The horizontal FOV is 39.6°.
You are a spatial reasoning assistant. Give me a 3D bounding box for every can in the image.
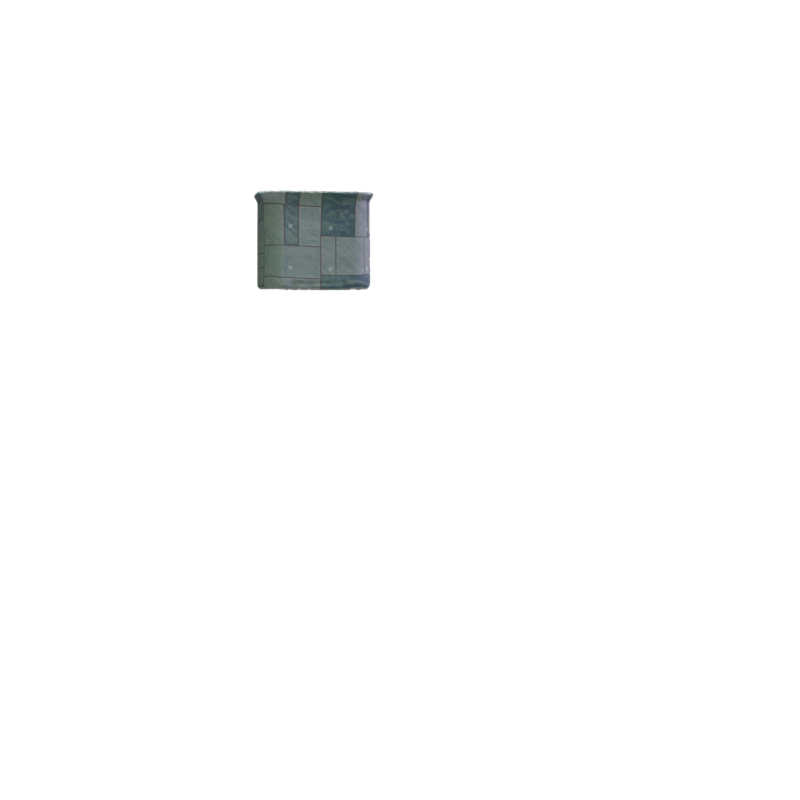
[{"bbox_3d":[-0.076,-0.138,0.965,0.100,0.084,0.058,0,-1,-11],"label":"can"}]
